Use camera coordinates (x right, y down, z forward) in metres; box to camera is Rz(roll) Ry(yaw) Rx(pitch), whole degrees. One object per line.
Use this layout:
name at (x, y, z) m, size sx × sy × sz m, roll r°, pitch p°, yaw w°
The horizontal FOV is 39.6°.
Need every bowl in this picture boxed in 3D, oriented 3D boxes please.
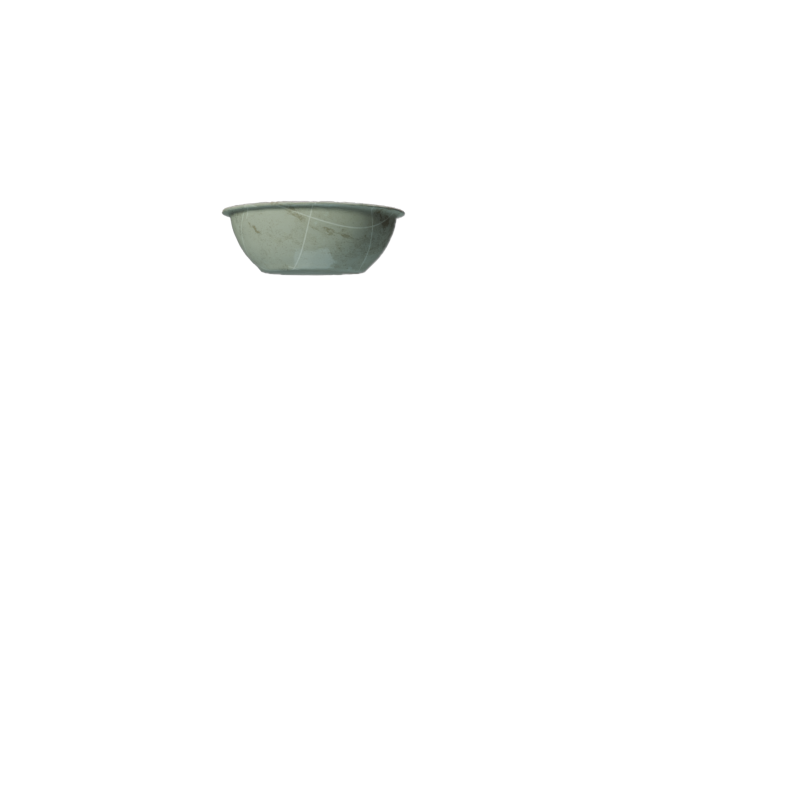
bowl at (-0.076, -0.139, 0.974) m, size 0.162 × 0.055 × 0.162 m, roll 0°, pitch 2°, yaw -2°
